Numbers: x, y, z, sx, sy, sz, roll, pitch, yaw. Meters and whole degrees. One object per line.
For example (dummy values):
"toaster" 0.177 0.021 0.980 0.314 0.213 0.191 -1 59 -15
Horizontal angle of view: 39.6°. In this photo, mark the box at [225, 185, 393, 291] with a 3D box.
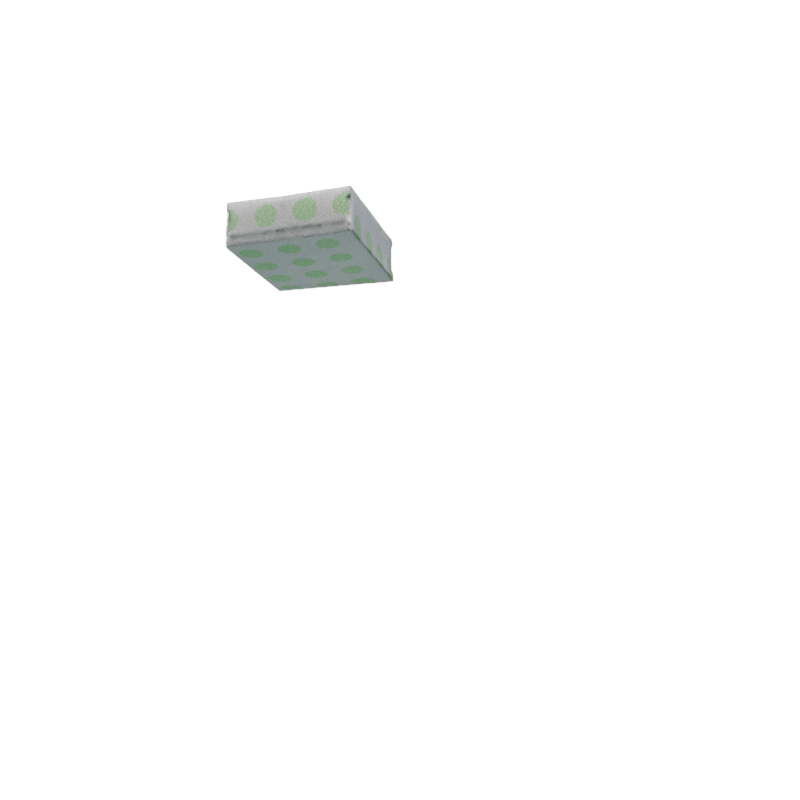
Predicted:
"box" -0.050 -0.091 0.637 0.074 0.031 0.084 -4 -14 16
